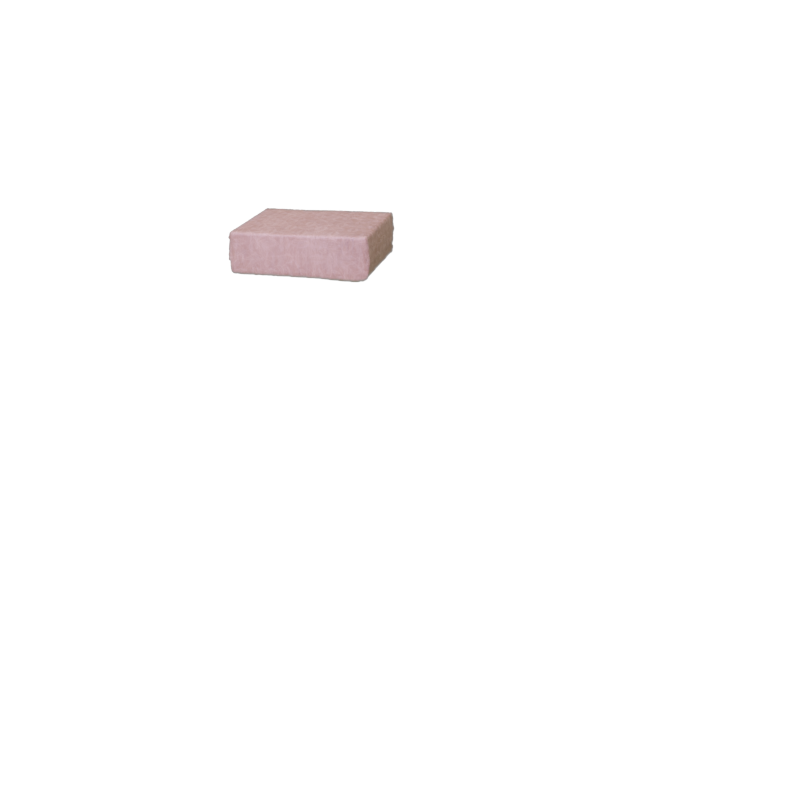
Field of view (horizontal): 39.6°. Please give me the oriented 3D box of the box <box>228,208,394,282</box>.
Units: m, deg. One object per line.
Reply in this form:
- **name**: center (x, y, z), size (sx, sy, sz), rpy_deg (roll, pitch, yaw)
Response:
- **box**: center (-0.069, -0.126, 0.884), size (0.116, 0.037, 0.092), rpy_deg (6, 22, 14)
